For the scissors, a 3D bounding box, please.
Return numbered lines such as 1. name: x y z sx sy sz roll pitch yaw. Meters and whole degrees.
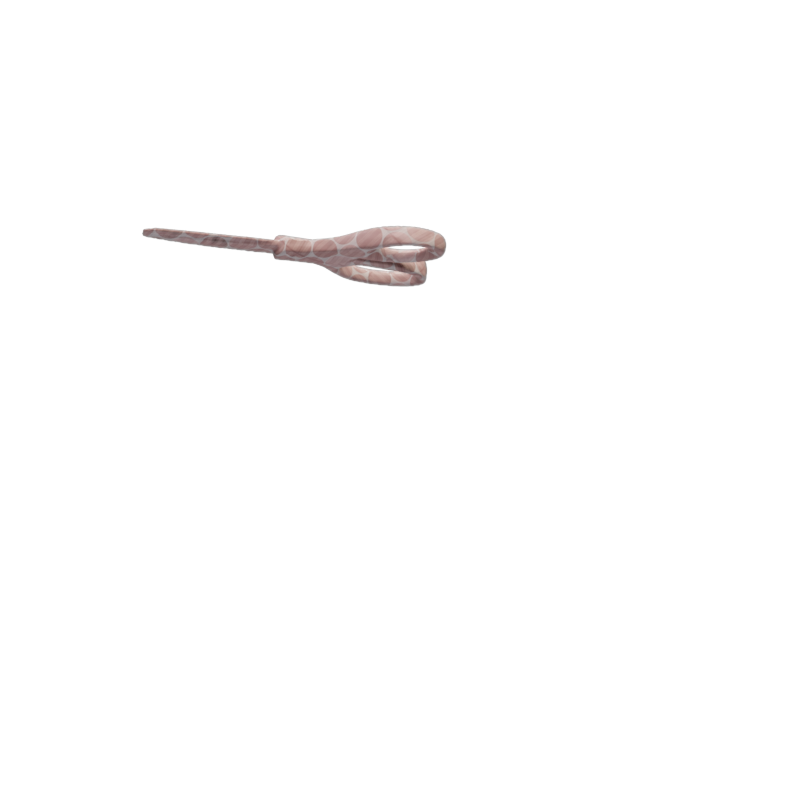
1. scissors: -0.057 -0.103 0.725 0.192 0.016 0.097 9 -17 -32
